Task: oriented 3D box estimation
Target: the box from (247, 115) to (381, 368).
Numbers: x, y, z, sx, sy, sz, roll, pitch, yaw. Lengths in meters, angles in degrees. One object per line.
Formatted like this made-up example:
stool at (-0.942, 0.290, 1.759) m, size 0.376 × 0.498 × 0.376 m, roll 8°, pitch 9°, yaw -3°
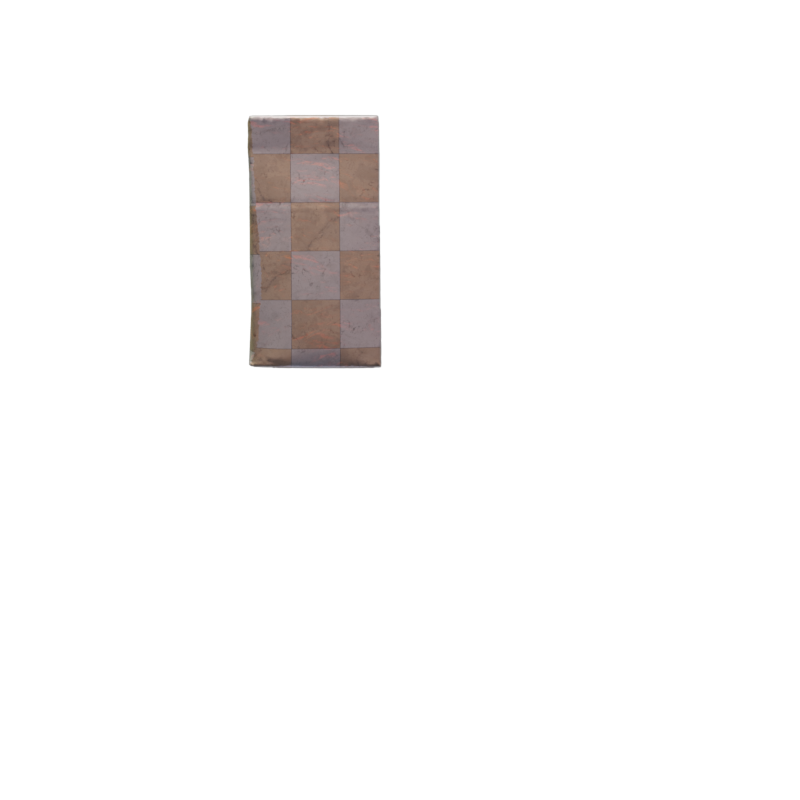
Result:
box at (-0.061, -0.112, 0.783) m, size 0.093 × 0.177 × 0.048 m, roll 0°, pitch -1°, yaw -5°
